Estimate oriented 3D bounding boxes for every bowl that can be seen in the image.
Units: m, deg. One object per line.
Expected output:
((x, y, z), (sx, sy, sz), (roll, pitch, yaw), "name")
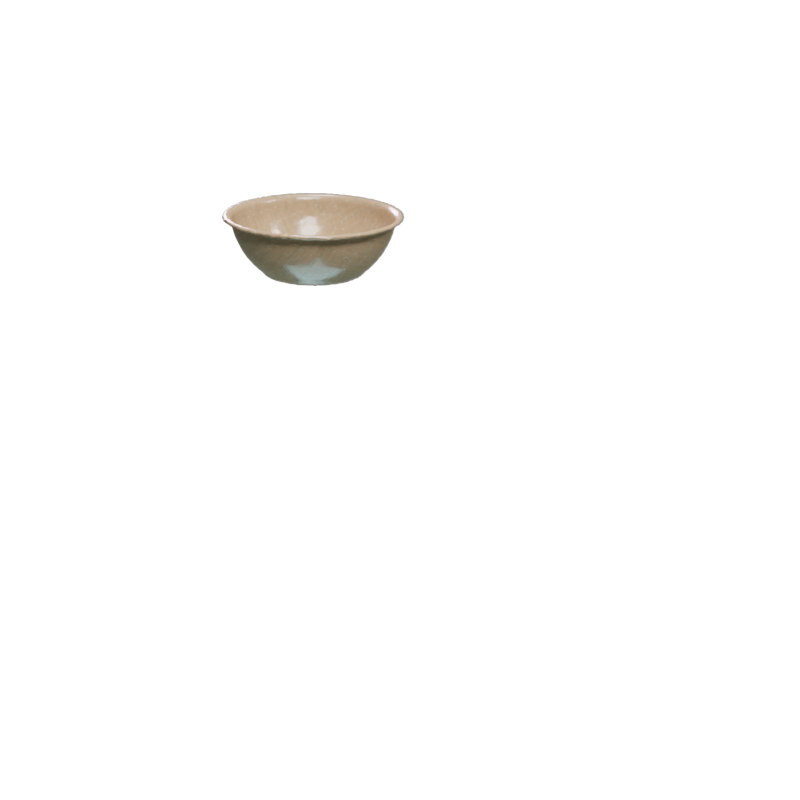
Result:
((-0.078, -0.142, 0.993), (0.162, 0.053, 0.170), (-1, 22, -2), "bowl")
